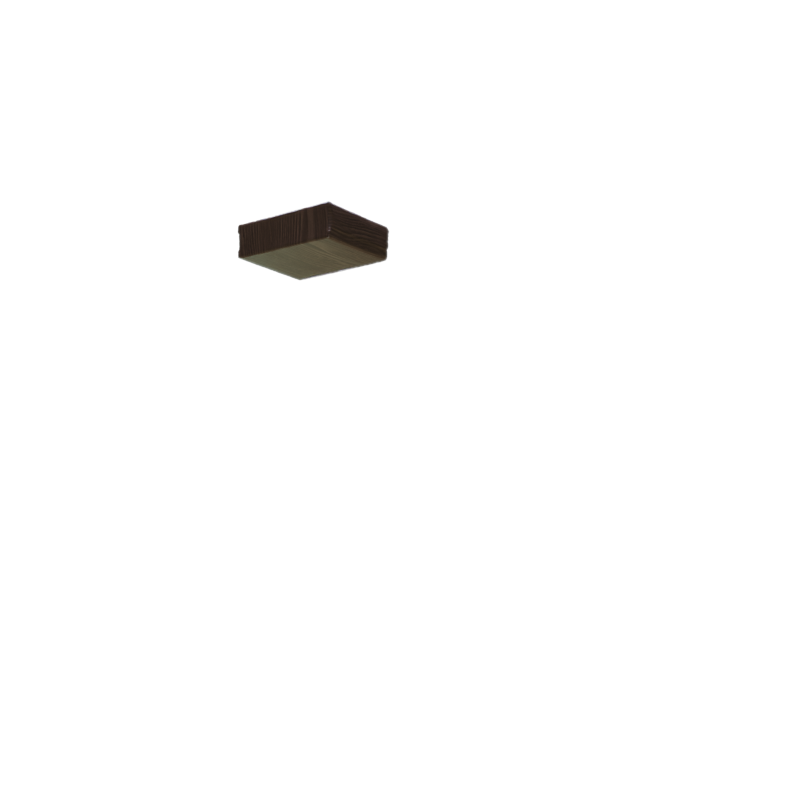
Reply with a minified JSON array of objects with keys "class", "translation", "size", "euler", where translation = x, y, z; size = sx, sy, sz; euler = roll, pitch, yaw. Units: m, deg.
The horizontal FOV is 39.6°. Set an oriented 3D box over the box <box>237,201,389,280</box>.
[{"class":"box","translation":[-0.065,-0.118,0.827],"size":[0.091,0.031,0.069],"euler":[-9,-15,36]}]
